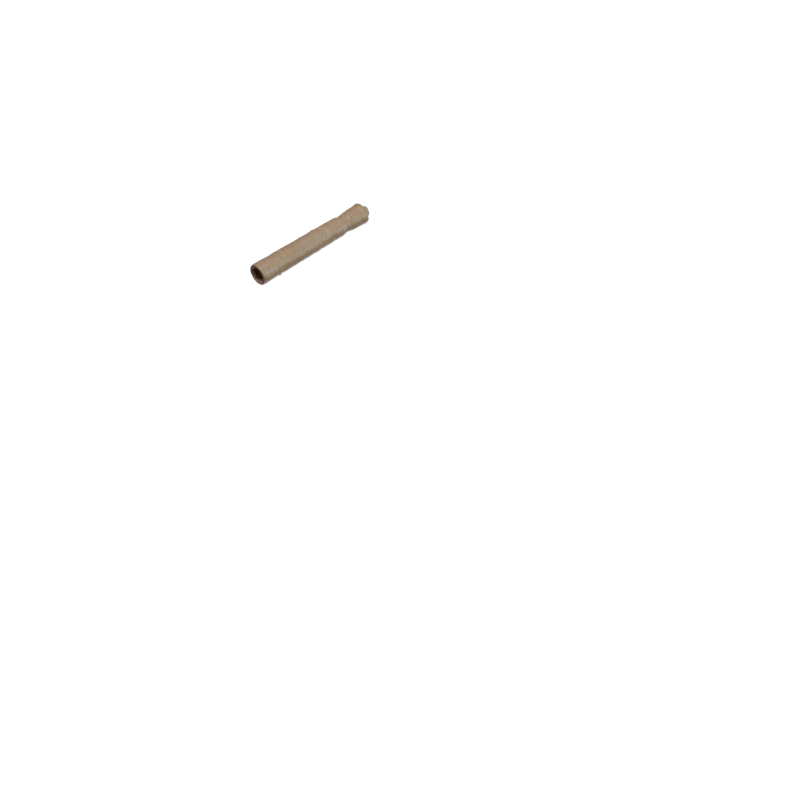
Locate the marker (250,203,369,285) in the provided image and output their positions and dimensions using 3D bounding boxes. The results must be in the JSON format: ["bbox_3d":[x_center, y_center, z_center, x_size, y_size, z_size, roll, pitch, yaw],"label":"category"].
[{"bbox_3d":[-0.072,-0.131,0.919,0.121,0.019,0.021,-36,23,-29],"label":"marker"}]
